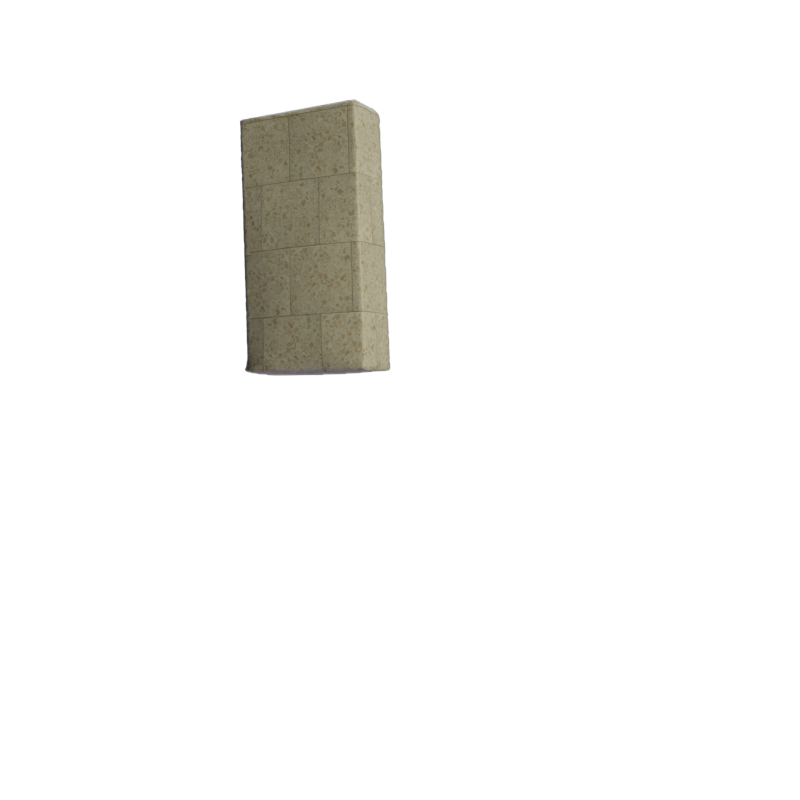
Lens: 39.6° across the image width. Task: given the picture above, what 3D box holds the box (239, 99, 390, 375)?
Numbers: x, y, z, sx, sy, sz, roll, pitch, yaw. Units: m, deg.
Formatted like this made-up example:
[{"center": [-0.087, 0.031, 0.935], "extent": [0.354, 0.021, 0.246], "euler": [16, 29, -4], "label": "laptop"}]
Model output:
[{"center": [-0.058, -0.106, 0.744], "extent": [0.096, 0.180, 0.046], "euler": [-5, -10, 28], "label": "box"}]
